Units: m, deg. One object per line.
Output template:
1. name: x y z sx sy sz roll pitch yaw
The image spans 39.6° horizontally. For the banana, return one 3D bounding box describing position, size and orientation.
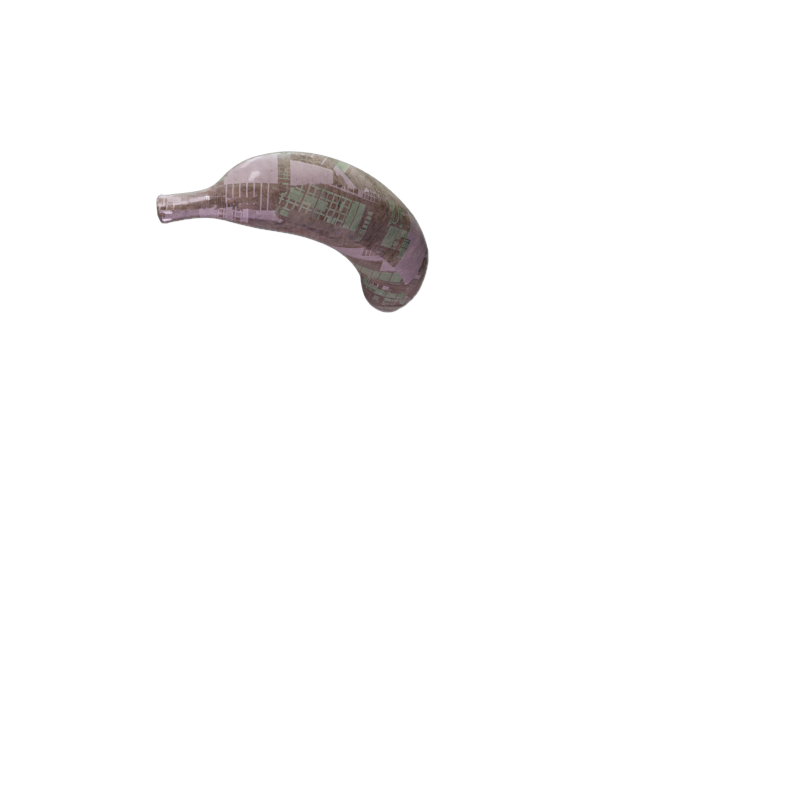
1. banana: -0.027 -0.079 0.521 0.071 0.038 0.186 -8 -14 29
